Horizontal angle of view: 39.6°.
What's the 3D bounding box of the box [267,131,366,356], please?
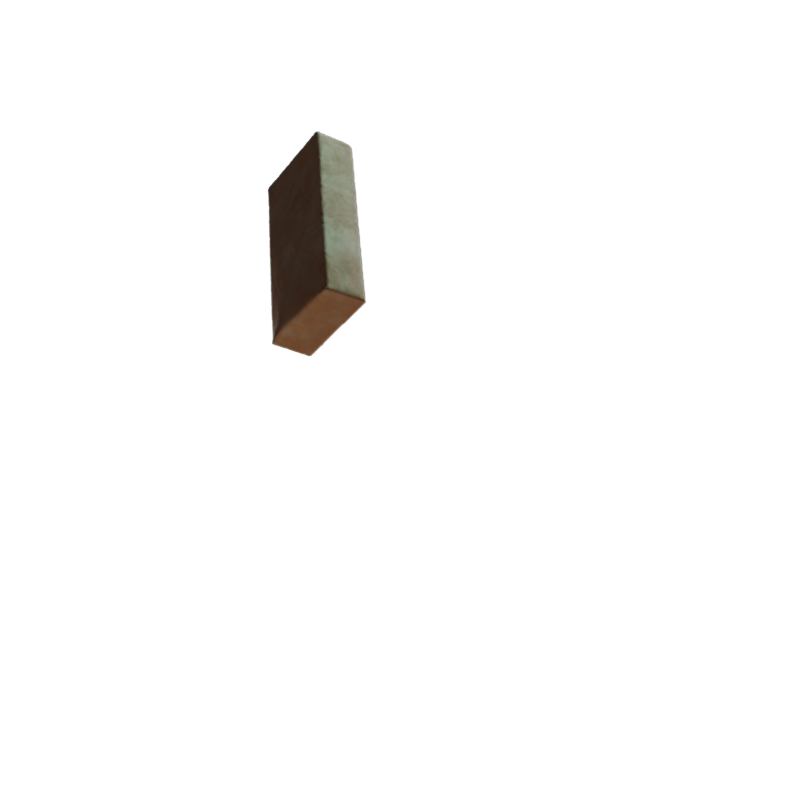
[{"bbox_3d":[-0.075,-0.137,0.961,0.046,0.189,0.091,20,-42,-28],"label":"box"}]
